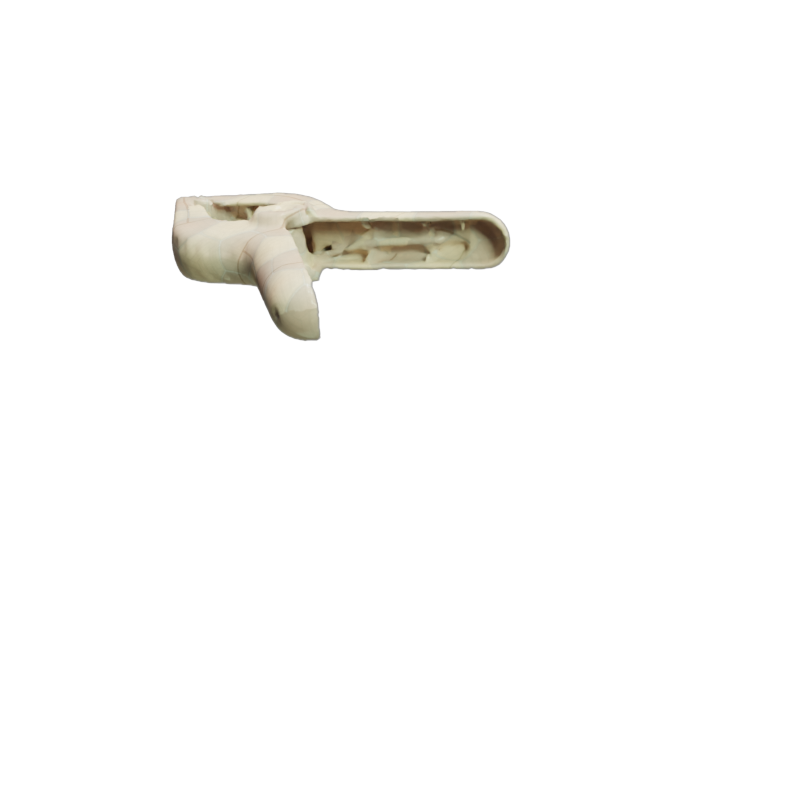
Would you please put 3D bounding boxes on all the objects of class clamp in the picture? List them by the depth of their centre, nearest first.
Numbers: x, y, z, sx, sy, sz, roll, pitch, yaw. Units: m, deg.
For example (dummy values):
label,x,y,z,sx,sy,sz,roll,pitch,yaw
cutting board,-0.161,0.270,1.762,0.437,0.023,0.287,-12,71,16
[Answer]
label,x,y,z,sx,sy,sz,roll,pitch,yaw
clamp,-0.039,-0.071,0.500,0.117,0.038,0.183,-14,26,-31
